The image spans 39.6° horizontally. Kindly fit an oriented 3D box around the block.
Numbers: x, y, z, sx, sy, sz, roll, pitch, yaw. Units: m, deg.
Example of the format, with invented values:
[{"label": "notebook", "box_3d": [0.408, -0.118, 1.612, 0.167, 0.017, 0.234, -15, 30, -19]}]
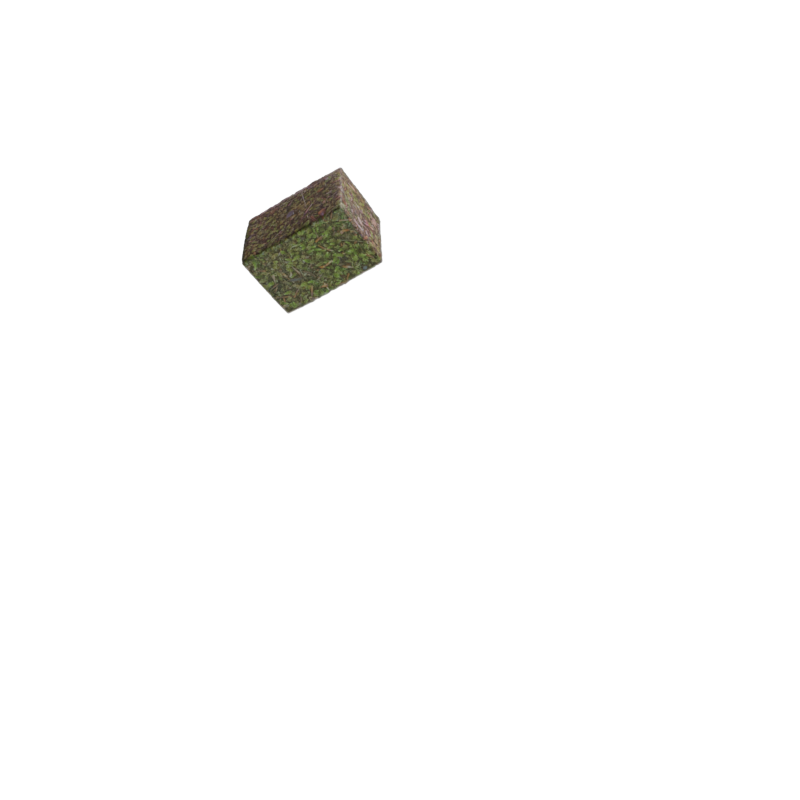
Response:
[{"label": "block", "box_3d": [-0.057, -0.105, 0.733, 0.078, 0.049, 0.055, -27, 34, 18]}]
